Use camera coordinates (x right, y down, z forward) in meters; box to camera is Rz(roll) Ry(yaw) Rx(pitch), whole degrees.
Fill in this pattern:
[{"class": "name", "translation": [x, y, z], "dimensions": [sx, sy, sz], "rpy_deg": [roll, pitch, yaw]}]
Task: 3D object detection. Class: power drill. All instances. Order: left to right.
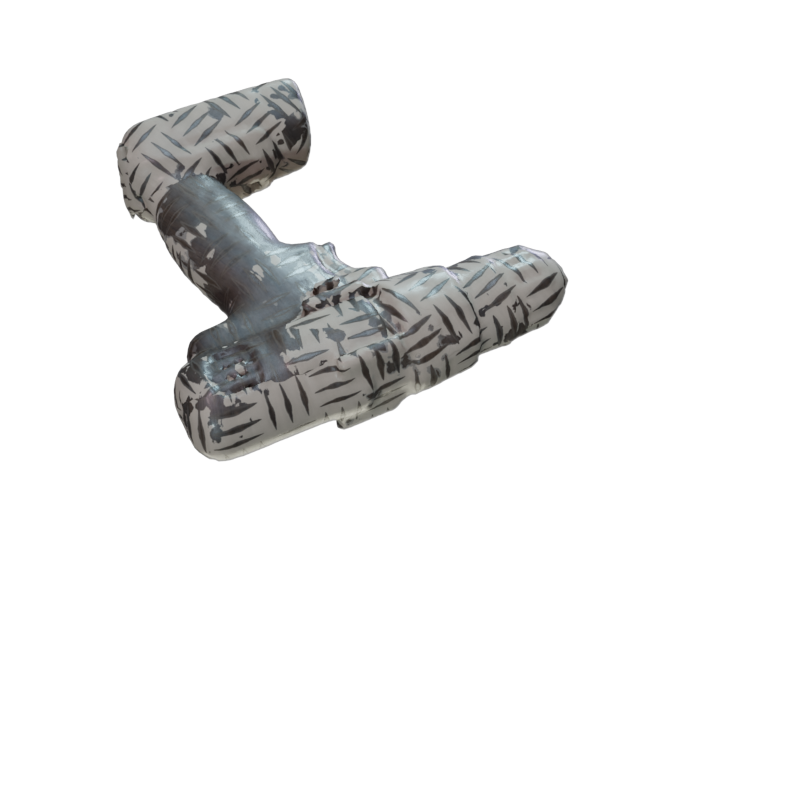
[{"class": "power drill", "translation": [-0.041, -0.075, 0.525], "dimensions": [0.183, 0.203, 0.053], "rpy_deg": [-21, -38, -18]}]
